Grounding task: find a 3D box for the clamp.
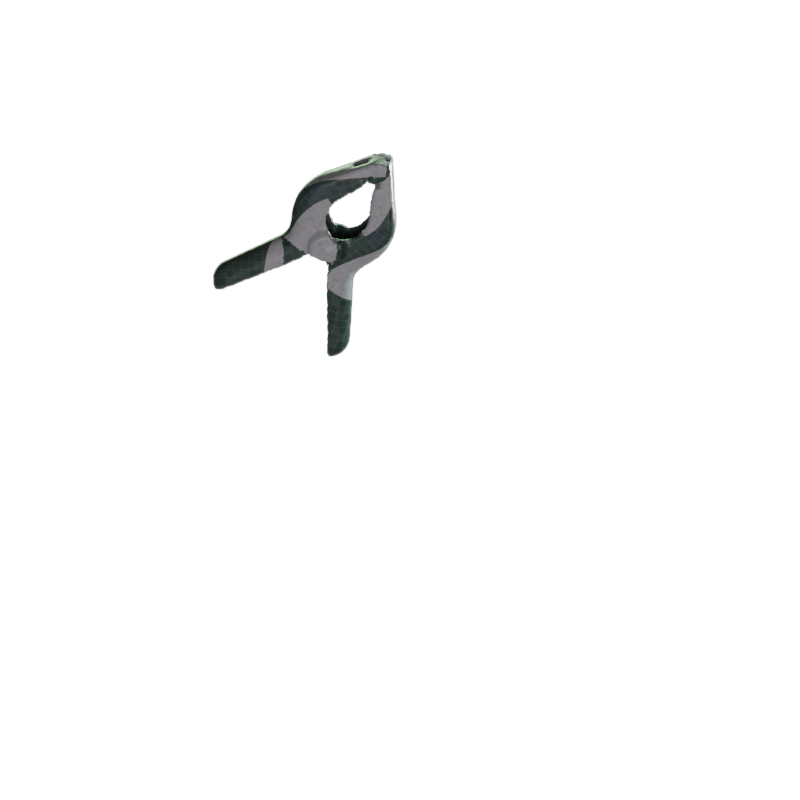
[{"bbox_3d":[-0.067,-0.122,0.851,0.117,0.166,0.041,22,25,-11],"label":"clamp"}]
